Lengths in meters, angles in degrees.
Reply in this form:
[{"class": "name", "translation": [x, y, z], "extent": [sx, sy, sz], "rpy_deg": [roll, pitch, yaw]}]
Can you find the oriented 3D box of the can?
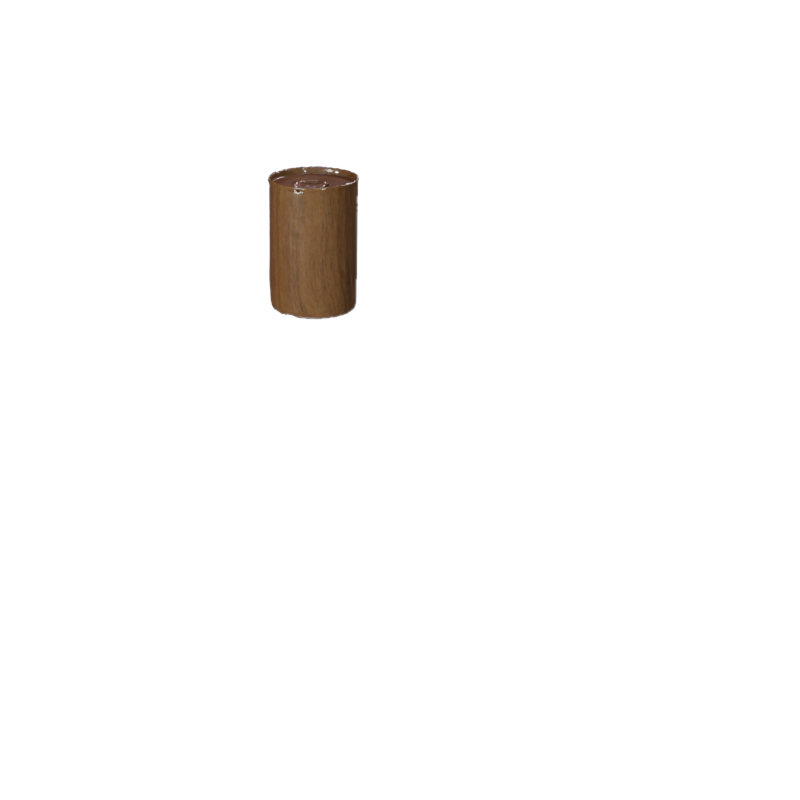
[{"class": "can", "translation": [-0.066, -0.120, 0.840], "extent": [0.068, 0.098, 0.072], "rpy_deg": [0, 19, -2]}]
